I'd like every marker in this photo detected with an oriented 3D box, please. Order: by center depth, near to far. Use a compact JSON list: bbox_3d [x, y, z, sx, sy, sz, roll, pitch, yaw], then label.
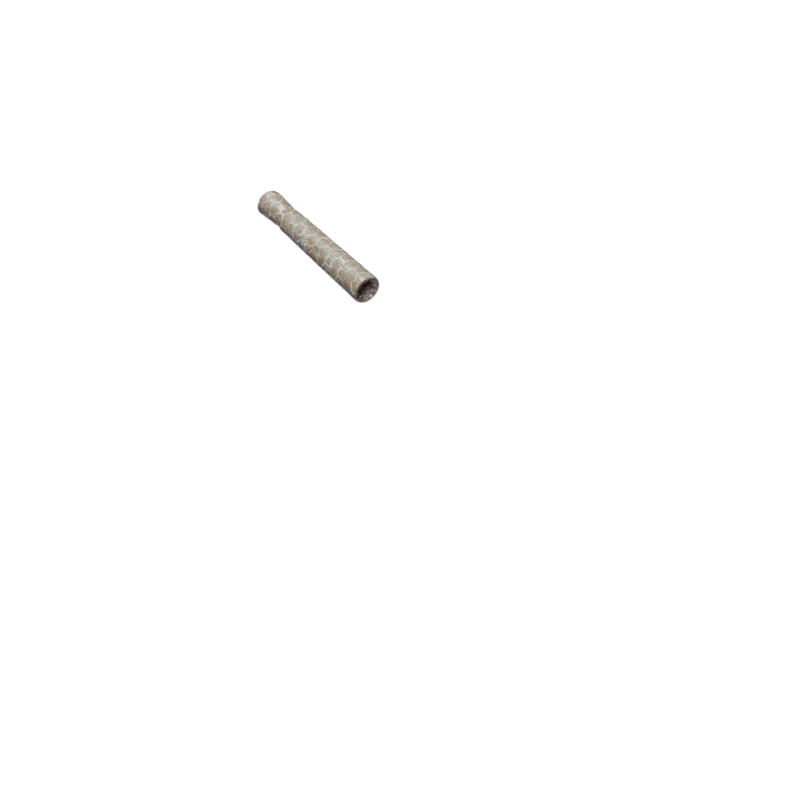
[{"bbox_3d":[-0.056,-0.102,0.714,0.019,0.019,0.130,-3,35,-40],"label":"marker"}]
